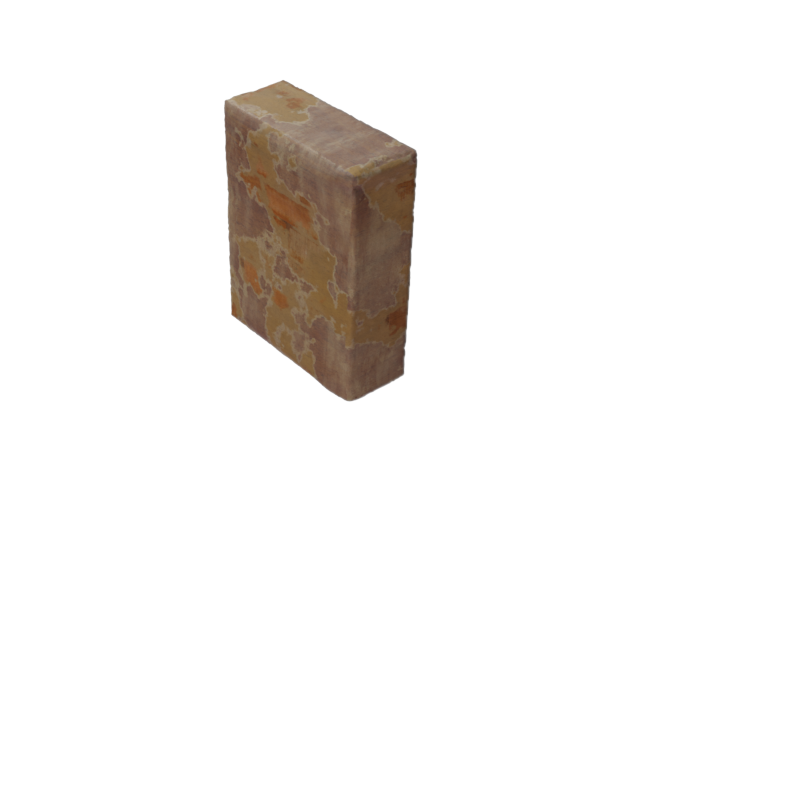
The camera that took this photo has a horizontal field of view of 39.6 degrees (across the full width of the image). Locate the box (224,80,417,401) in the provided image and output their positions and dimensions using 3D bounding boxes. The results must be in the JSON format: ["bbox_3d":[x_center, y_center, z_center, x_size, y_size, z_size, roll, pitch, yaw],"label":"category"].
[{"bbox_3d":[-0.070,-0.128,0.900,0.071,0.200,0.176,-25,44,-33],"label":"box"}]
